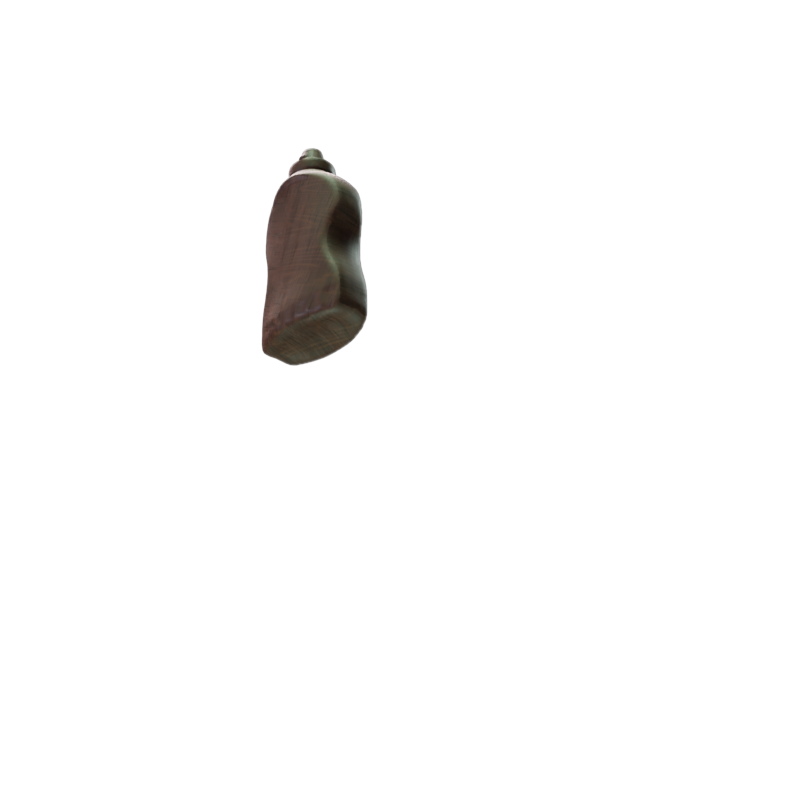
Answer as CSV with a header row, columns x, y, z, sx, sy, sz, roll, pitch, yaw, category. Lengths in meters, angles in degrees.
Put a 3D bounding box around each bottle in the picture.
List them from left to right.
x,y,z,sx,sy,sz,roll,pitch,yaw,category
-0.072,-0.131,0.914,0.055,0.205,0.095,25,-42,-34,bottle
